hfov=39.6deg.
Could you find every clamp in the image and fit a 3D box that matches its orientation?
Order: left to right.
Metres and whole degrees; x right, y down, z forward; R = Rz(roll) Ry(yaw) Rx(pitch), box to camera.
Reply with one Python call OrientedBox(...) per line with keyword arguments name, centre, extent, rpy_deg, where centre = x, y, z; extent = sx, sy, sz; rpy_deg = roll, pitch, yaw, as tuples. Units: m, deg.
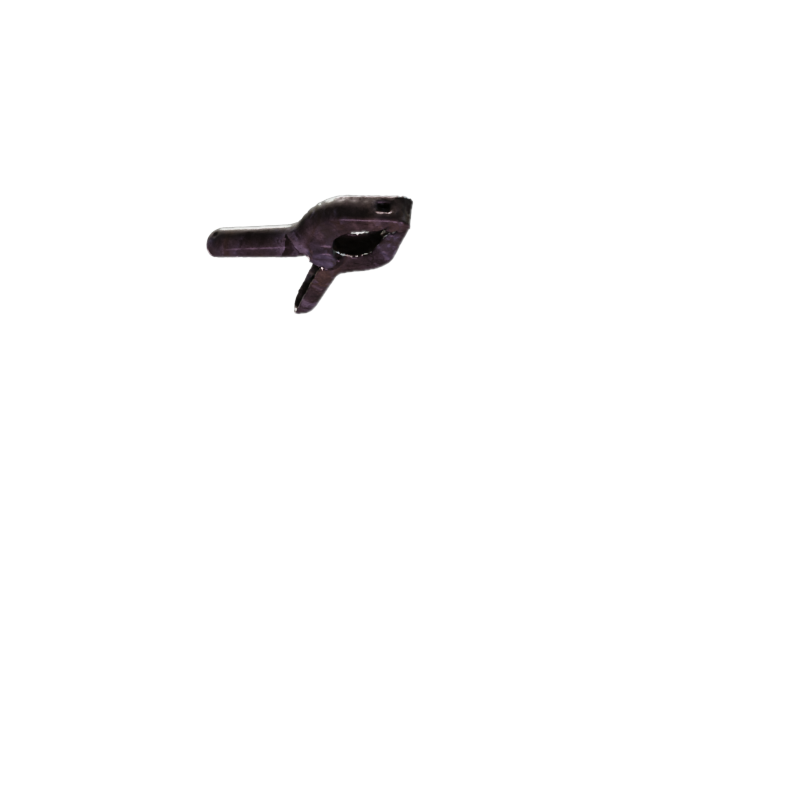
OrientedBox(name="clamp", centre=(-0.069, -0.126, 0.882), extent=(0.113, 0.042, 0.171), rpy_deg=(23, -36, -37))
